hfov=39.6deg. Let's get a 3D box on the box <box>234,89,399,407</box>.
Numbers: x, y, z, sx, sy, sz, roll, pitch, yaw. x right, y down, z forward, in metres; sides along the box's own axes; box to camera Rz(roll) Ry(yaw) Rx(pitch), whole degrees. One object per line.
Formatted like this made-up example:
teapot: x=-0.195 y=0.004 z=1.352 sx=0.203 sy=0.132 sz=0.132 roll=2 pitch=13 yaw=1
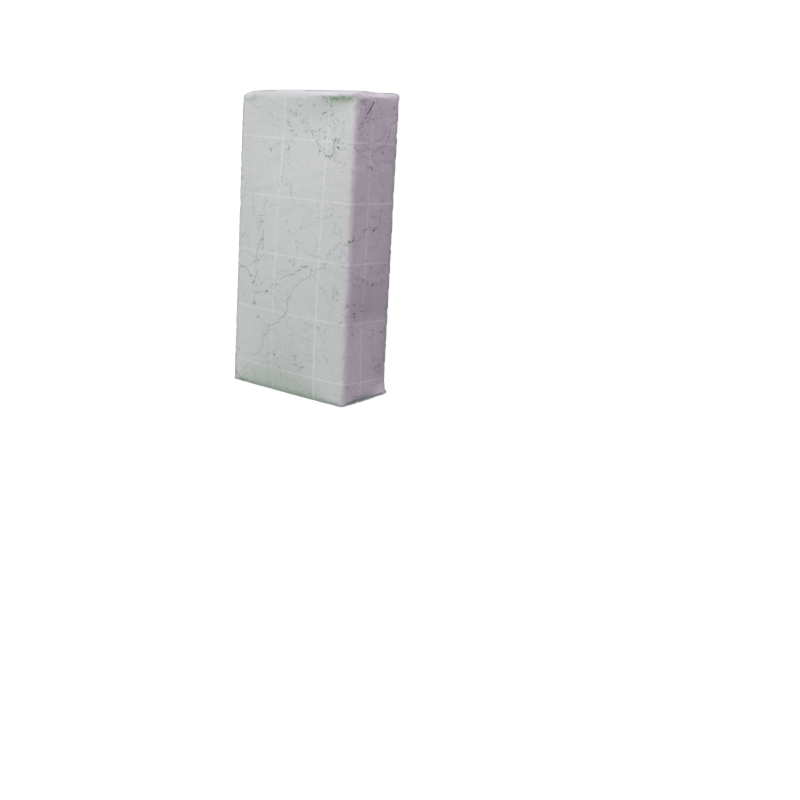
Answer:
box: x=-0.051 y=-0.093 z=0.650 sx=0.098 sy=0.173 sz=0.047 roll=9 pitch=11 yaw=40
